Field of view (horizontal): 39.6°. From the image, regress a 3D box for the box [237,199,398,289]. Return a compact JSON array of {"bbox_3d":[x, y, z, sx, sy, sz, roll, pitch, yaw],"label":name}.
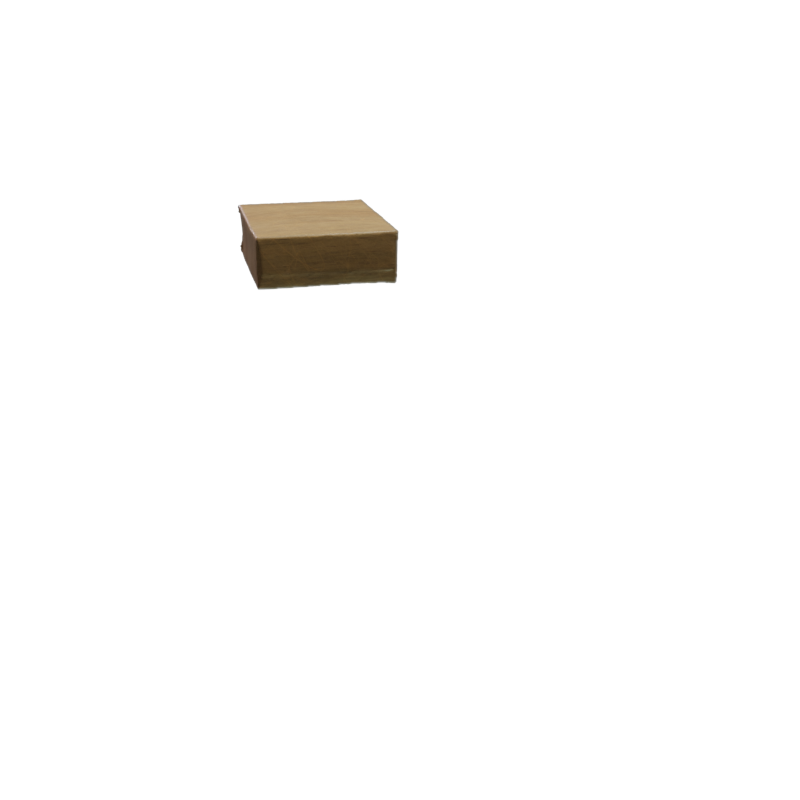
[{"bbox_3d":[-0.057,-0.105,0.732,0.089,0.038,0.119,-4,18,-12],"label":"box"}]
